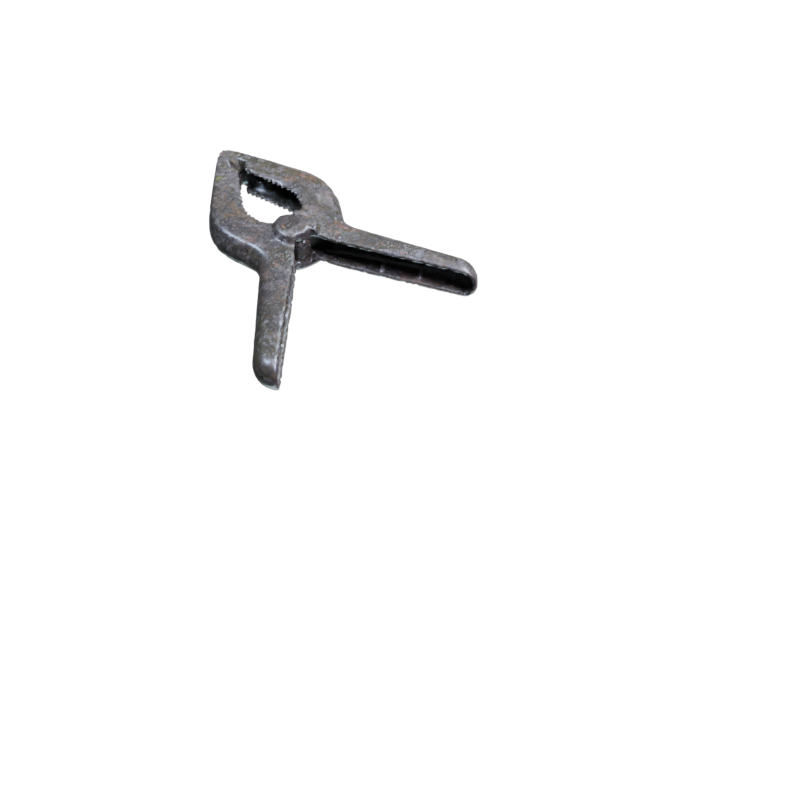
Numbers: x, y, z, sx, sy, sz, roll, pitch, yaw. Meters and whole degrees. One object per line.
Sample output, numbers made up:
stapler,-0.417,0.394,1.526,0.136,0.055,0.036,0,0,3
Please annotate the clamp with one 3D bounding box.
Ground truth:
clamp,-0.060,-0.109,0.761,0.163,0.034,0.227,-20,50,-18
